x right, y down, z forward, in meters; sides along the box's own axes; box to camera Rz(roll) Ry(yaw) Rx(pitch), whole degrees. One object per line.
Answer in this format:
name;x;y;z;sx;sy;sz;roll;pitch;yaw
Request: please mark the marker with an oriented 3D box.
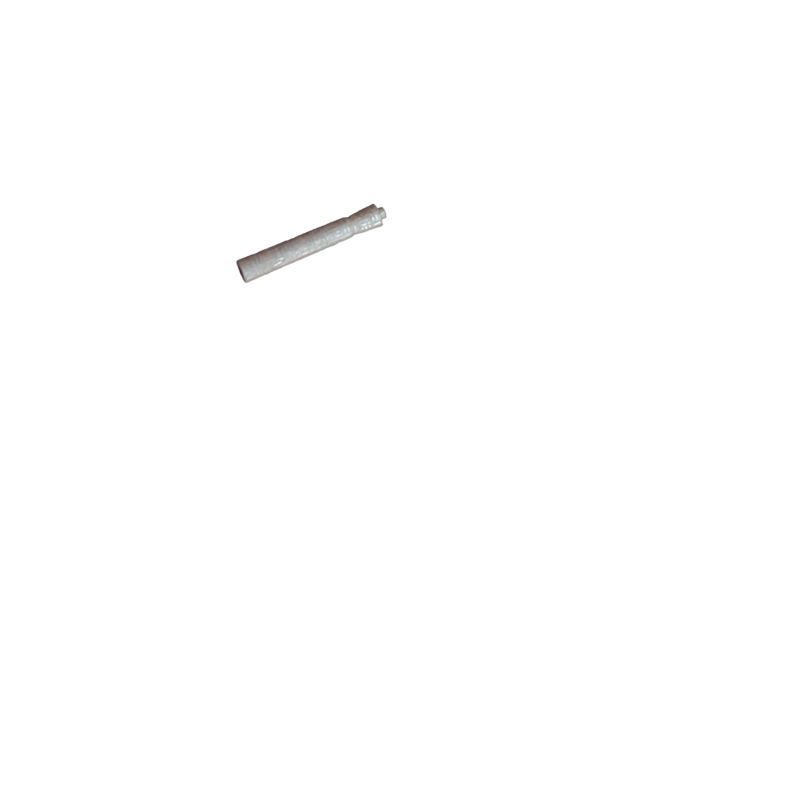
marker;-0.066;-0.121;0.847;0.121;0.019;0.020;-24;9;-9
